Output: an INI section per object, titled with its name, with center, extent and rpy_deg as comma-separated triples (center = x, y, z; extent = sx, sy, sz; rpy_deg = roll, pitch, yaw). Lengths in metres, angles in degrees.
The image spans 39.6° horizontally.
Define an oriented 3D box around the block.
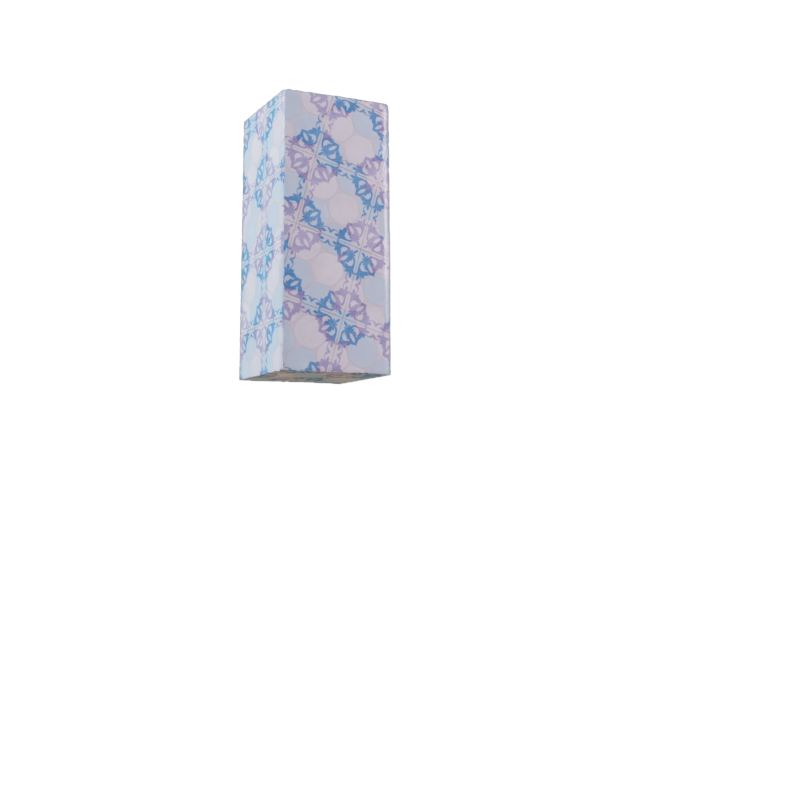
[block]
center = -0.065, -0.120, 0.844
extent = 0.087, 0.212, 0.091
rpy_deg = 4, -12, -26
